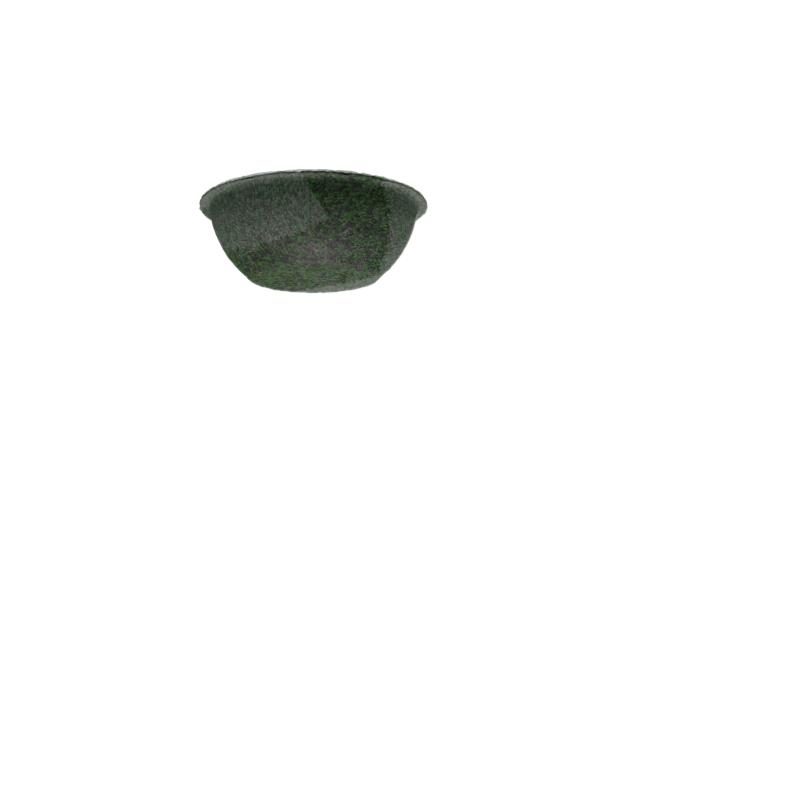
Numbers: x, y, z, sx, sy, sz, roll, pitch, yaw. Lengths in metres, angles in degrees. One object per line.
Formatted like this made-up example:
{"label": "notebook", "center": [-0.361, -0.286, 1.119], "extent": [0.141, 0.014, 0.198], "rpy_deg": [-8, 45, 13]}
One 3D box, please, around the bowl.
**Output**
{"label": "bowl", "center": [-0.061, -0.111, 0.781], "extent": [0.162, 0.057, 0.158], "rpy_deg": [0, -8, -2]}
